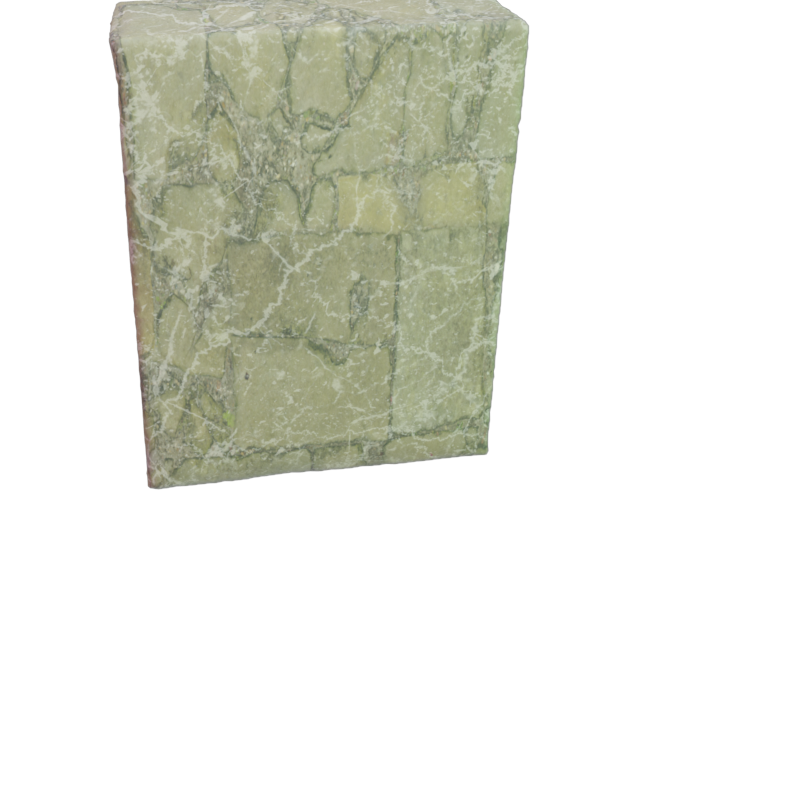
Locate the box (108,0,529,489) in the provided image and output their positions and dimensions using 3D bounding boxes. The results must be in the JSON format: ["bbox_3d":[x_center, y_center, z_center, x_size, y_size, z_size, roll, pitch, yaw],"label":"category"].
[{"bbox_3d":[-0.039,-0.071,0.497,0.162,0.202,0.077,-4,29,-10],"label":"box"}]
